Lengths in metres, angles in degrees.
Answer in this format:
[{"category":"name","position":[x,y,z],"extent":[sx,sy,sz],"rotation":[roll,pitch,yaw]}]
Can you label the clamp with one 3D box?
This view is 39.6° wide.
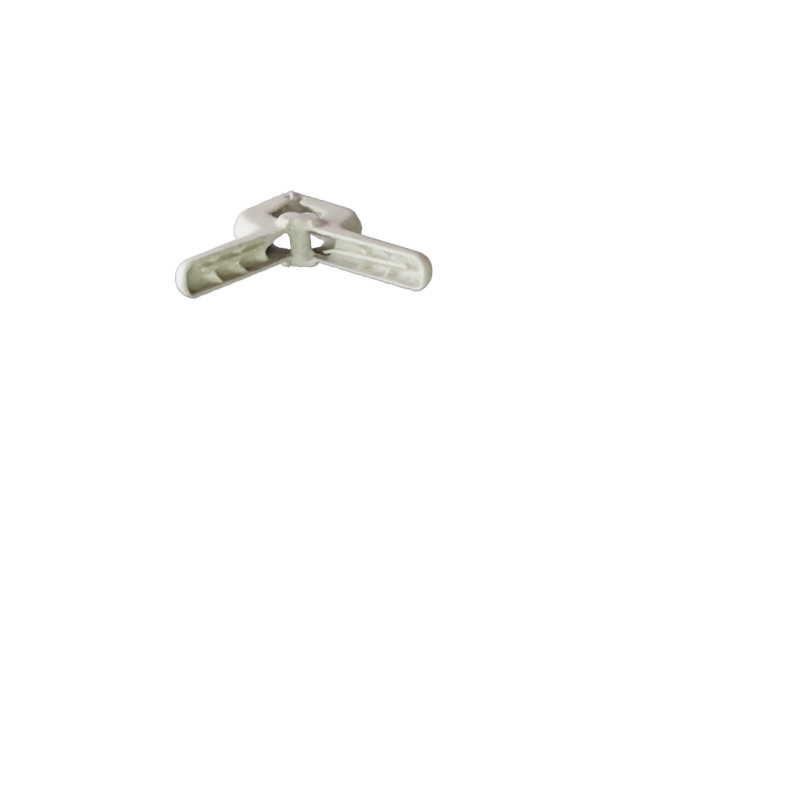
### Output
[{"category":"clamp","position":[-0.062,-0.113,0.792],"extent":[0.165,0.035,0.218],"rotation":[1,22,1]}]
